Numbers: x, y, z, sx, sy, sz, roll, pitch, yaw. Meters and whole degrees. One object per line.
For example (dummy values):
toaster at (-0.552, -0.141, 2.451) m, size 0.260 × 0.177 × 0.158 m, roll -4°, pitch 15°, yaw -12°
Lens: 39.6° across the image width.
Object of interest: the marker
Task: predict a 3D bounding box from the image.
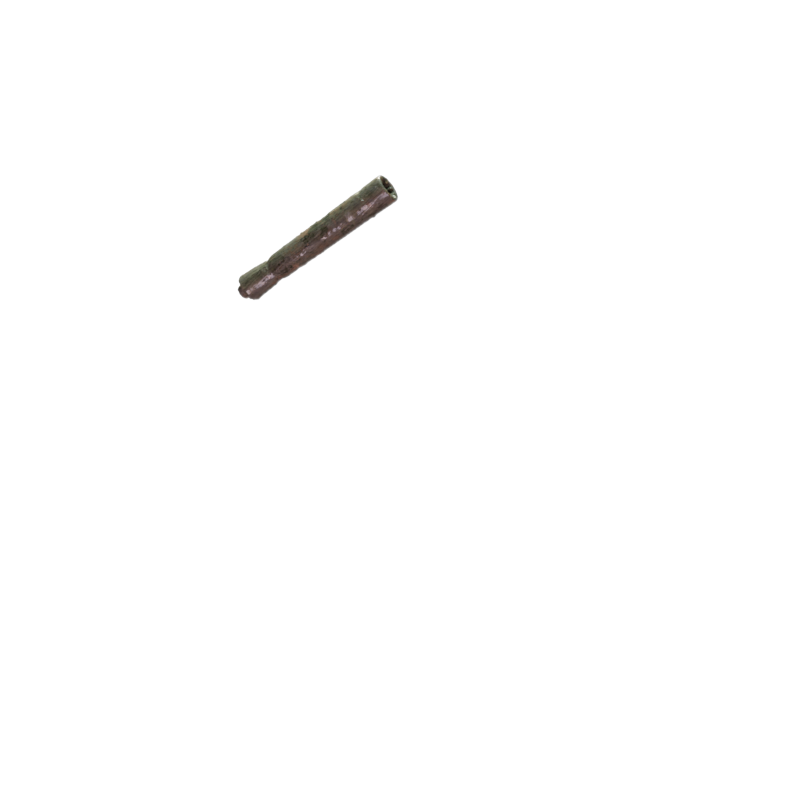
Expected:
marker at (-0.054, -0.099, 0.691) m, size 0.120 × 0.020 × 0.019 m, roll -32°, pitch -9°, yaw 22°
